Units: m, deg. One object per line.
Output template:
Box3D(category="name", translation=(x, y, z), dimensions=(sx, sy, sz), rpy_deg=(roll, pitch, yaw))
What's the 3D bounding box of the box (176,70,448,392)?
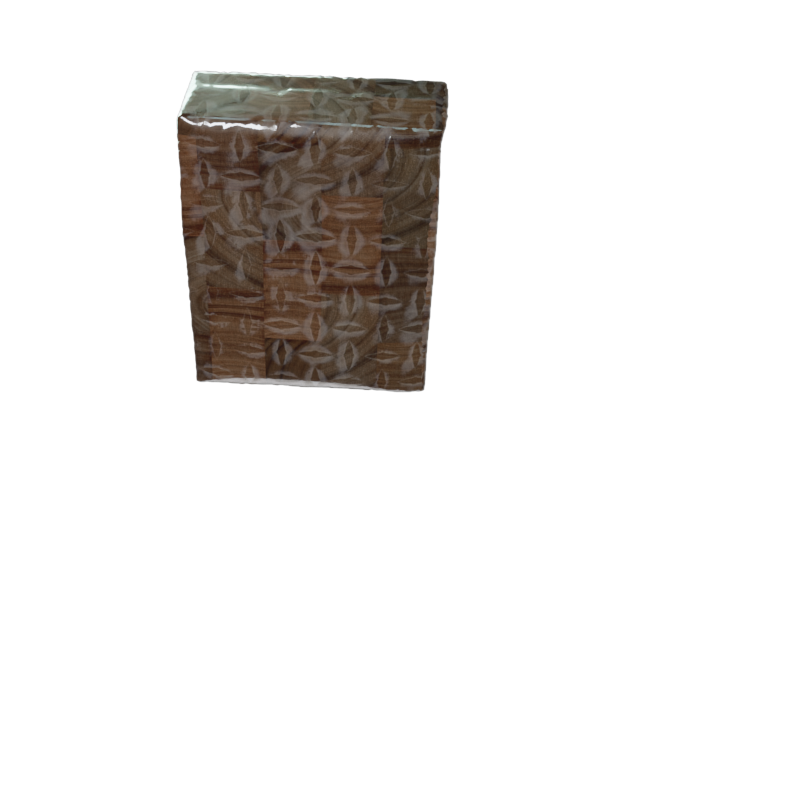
Box3D(category="box", translation=(-0.058, -0.105, 0.736), dimensions=(0.165, 0.200, 0.076), rpy_deg=(4, 39, 3))
